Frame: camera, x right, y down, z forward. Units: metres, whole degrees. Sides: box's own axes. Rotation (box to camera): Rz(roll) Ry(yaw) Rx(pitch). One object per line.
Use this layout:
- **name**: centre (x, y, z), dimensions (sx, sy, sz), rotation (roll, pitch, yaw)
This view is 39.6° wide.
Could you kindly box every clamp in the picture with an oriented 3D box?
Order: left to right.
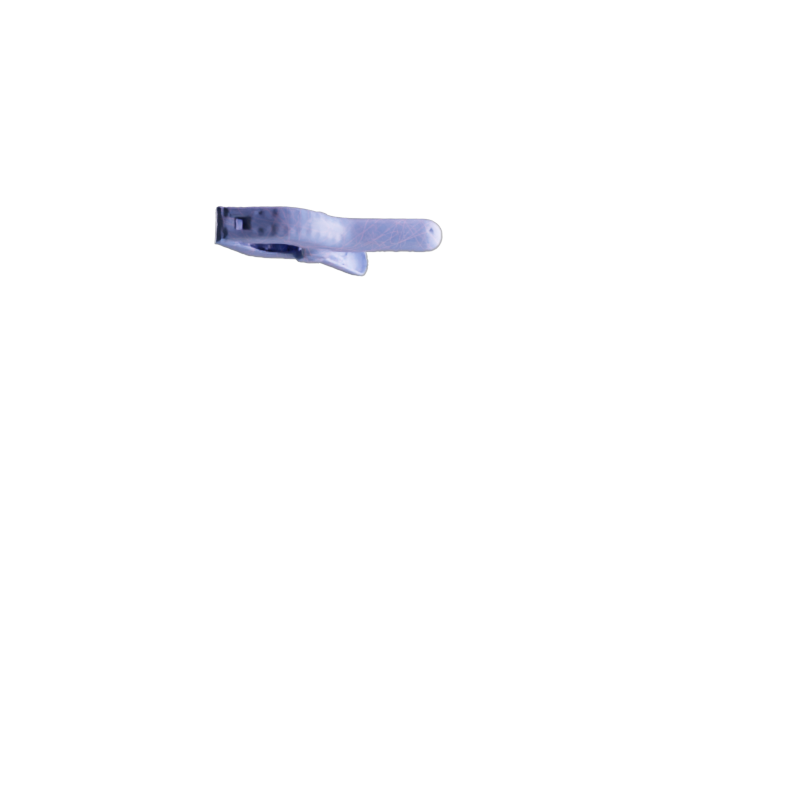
- **clamp**: centre (-0.067, -0.123, 0.861), dimensions (0.166, 0.041, 0.119), rotation (5, -15, -21)
